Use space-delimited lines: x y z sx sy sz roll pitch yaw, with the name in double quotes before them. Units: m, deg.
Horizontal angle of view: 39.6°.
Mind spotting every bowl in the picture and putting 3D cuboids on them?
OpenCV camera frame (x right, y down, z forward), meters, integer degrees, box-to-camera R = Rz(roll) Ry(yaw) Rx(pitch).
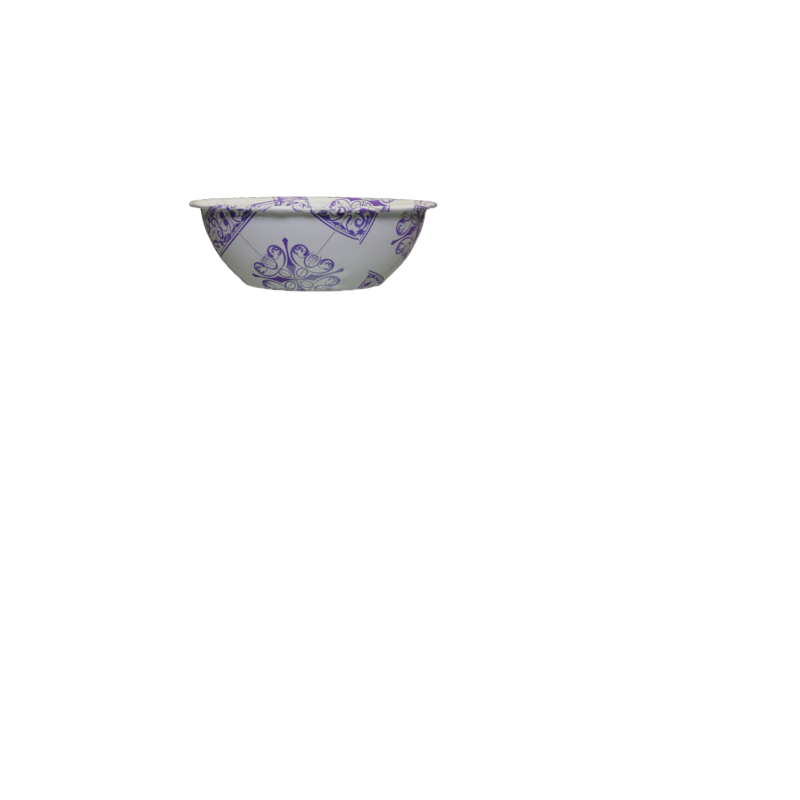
"bowl" -0.057 -0.104 0.726 0.162 0.054 0.166 0 12 -2
